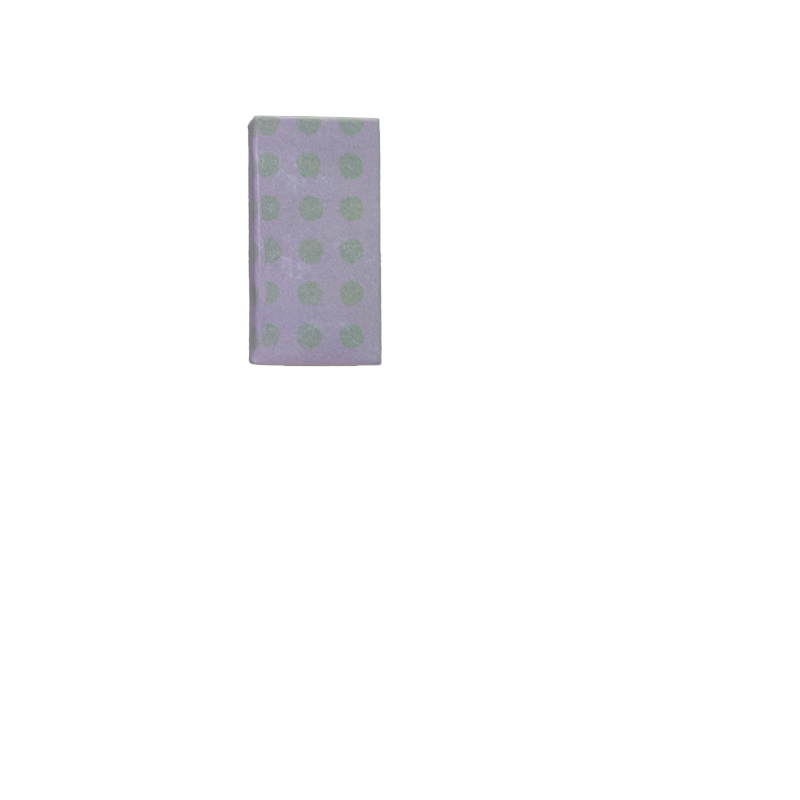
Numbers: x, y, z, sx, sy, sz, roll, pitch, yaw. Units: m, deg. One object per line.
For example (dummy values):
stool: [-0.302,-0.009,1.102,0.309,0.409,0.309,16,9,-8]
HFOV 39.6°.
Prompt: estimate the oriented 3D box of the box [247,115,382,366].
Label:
box: [-0.062,-0.113,0.794,0.092,0.178,0.048,0,-4,-12]
